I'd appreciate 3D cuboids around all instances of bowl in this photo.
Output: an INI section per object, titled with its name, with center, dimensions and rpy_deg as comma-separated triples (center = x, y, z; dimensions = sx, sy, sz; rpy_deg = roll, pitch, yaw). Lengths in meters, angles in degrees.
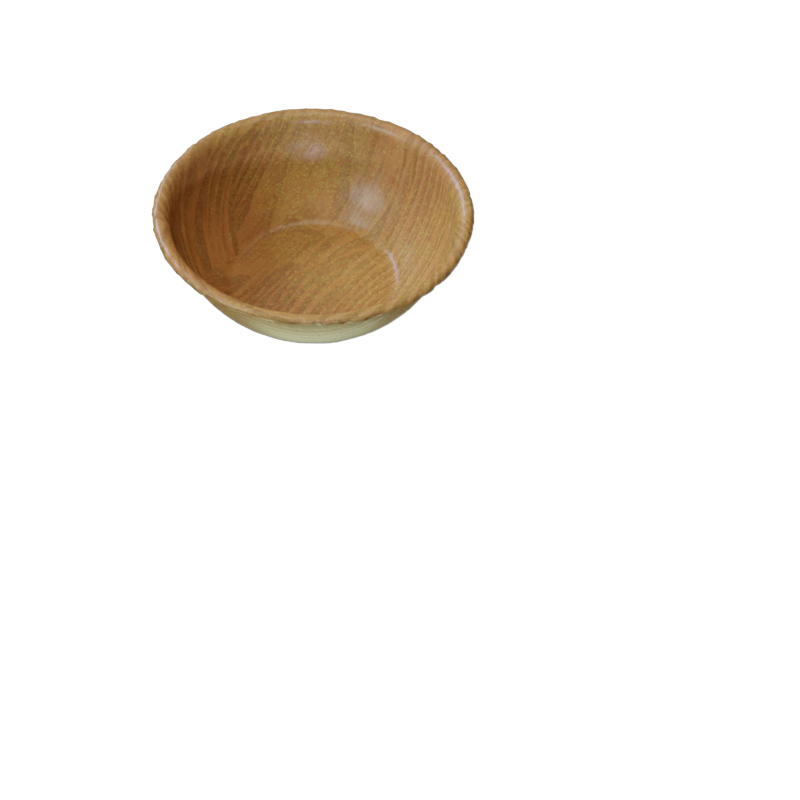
[bowl]
center = -0.045, -0.082, 0.575
dimensions = 0.162, 0.174, 0.051
rpy_deg = -1, -43, -1
